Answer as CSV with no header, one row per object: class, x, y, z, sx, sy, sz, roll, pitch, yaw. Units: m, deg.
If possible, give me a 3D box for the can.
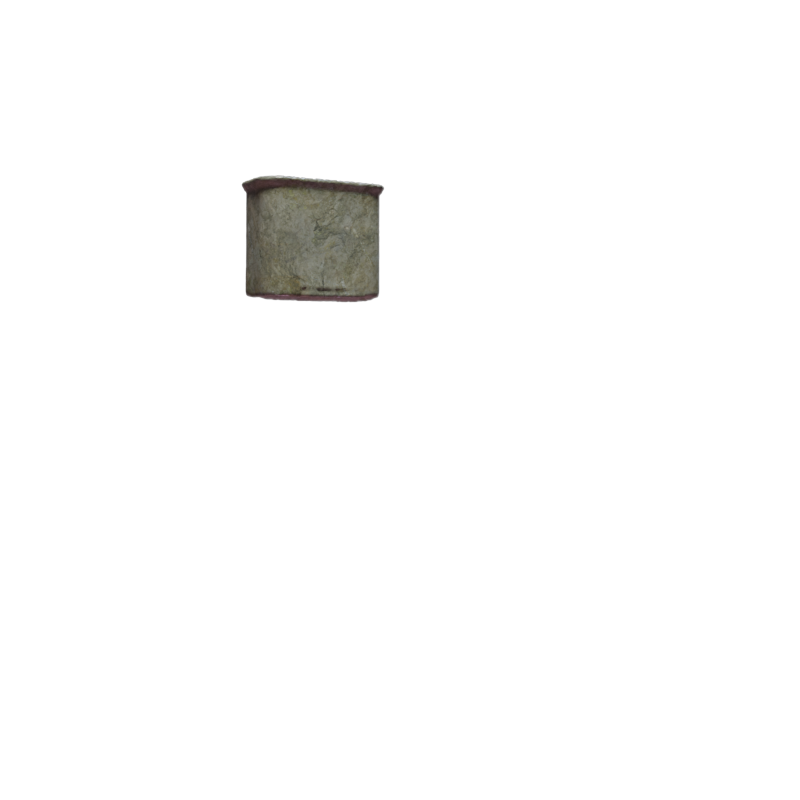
can,-0.063,-0.115,0.803,0.098,0.085,0.059,1,-3,-29
